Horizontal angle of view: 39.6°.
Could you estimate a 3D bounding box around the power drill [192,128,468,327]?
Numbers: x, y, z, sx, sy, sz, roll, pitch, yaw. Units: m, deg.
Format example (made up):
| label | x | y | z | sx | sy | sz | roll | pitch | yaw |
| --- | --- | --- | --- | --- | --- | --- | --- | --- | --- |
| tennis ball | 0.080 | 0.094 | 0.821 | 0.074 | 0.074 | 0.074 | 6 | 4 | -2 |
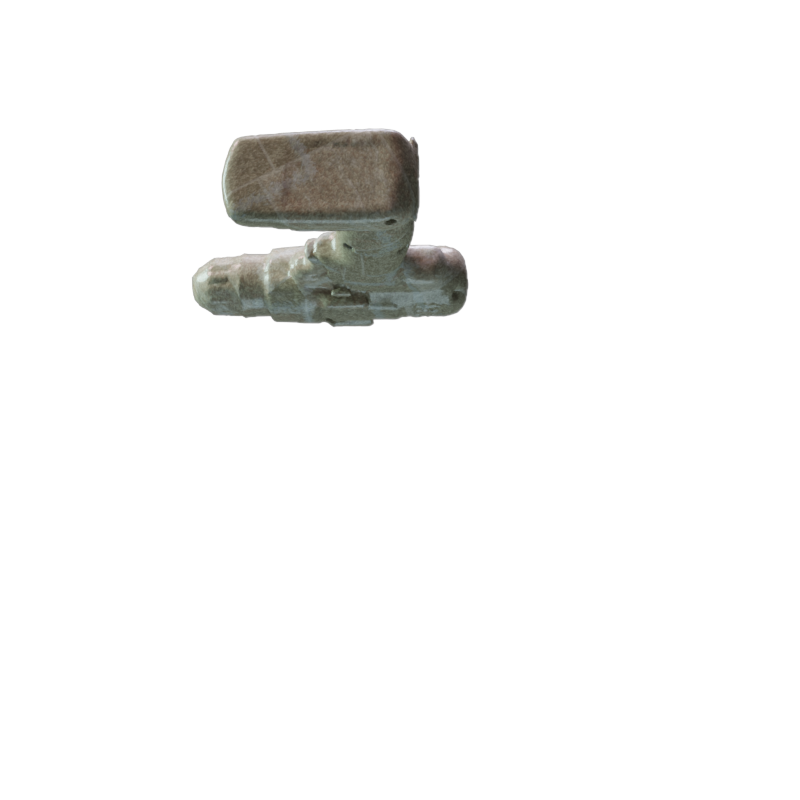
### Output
| label | x | y | z | sx | sy | sz | roll | pitch | yaw |
| --- | --- | --- | --- | --- | --- | --- | --- | --- | --- |
| power drill | -0.053 | -0.096 | 0.676 | 0.186 | 0.060 | 0.178 | -2 | -16 | 6 |
